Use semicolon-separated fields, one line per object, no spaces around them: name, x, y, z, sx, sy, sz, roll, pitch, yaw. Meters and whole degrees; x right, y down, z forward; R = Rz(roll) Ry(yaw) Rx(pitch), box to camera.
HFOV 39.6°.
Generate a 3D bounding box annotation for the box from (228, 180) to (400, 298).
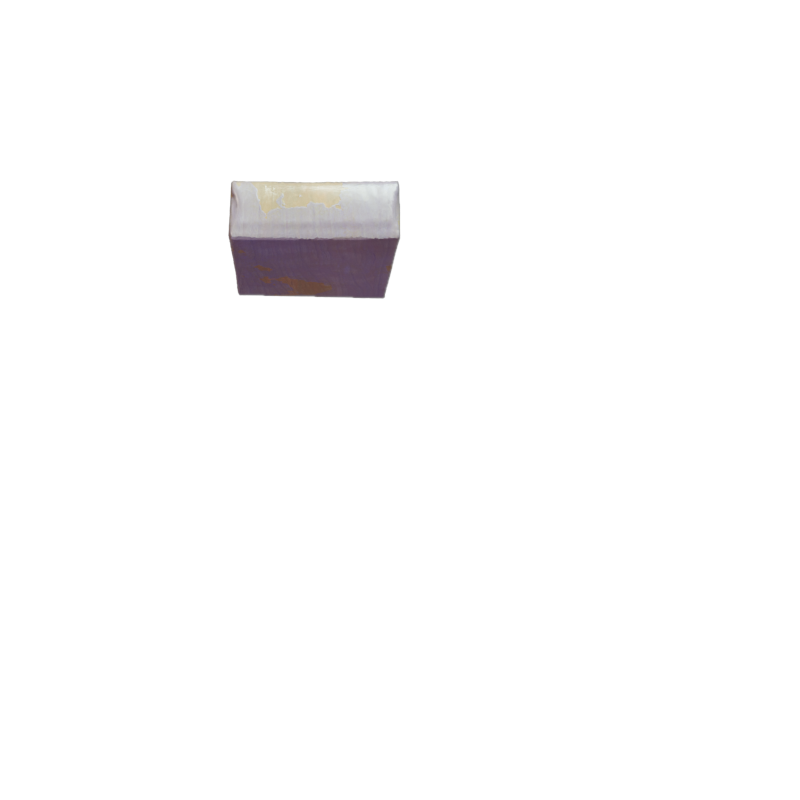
box;-0.040;-0.073;0.511;0.073;0.031;0.086;1;-13;-3
